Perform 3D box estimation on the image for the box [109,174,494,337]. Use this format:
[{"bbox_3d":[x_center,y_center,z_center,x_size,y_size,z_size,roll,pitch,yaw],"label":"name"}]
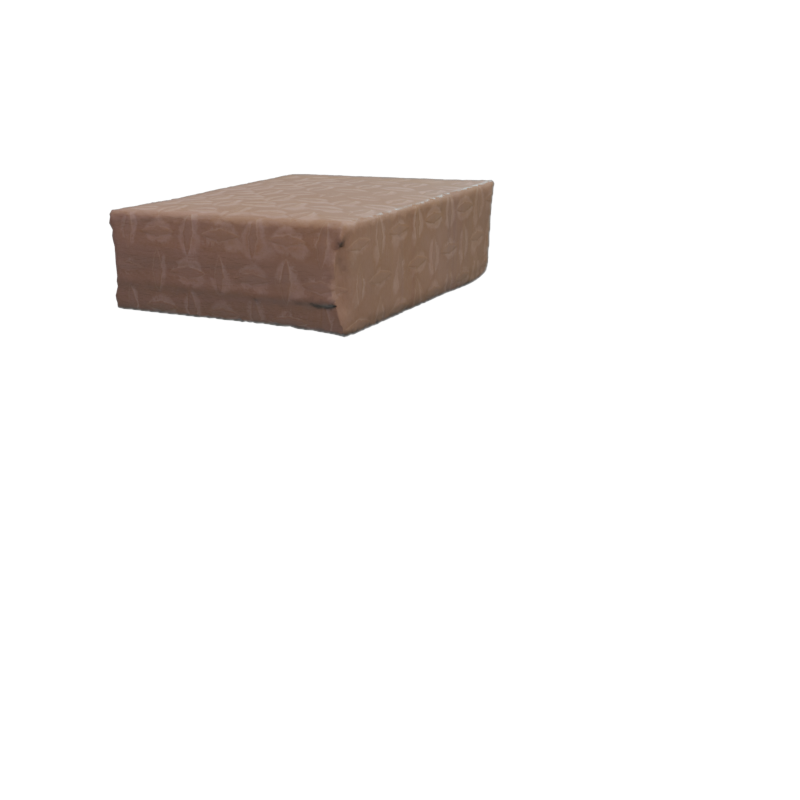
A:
[{"bbox_3d":[-0.030,-0.055,0.384,0.093,0.038,0.112,8,17,28],"label":"box"}]
